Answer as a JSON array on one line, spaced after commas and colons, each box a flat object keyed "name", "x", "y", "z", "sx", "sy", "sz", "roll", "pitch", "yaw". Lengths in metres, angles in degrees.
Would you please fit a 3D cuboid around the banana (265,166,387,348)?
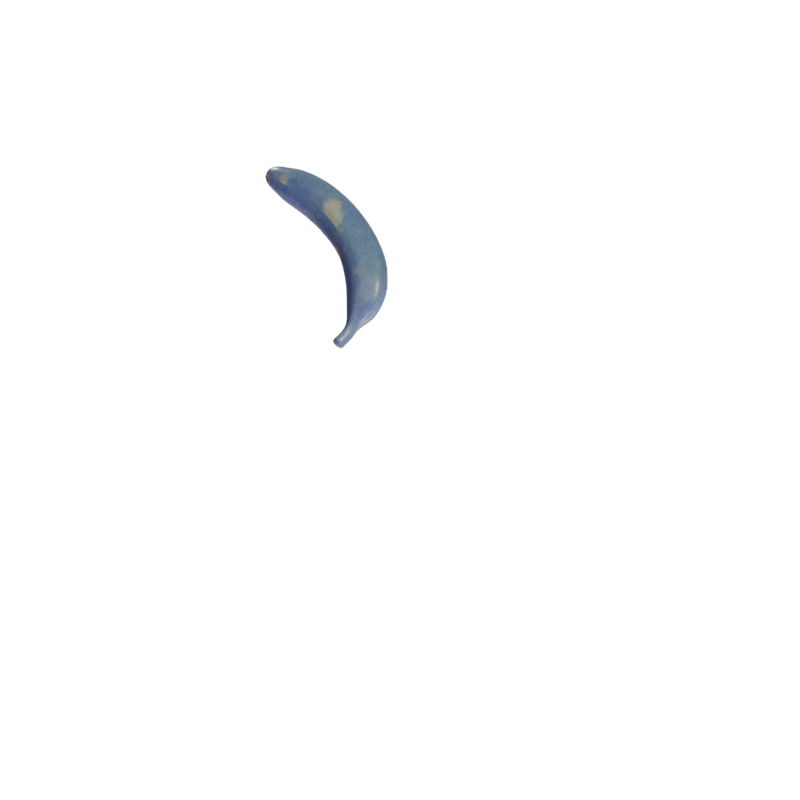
[{"name": "banana", "x": -0.057, "y": -0.140, "z": 0.970, "sx": 0.069, "sy": 0.213, "sz": 0.034, "roll": -17, "pitch": -33, "yaw": -12}]
